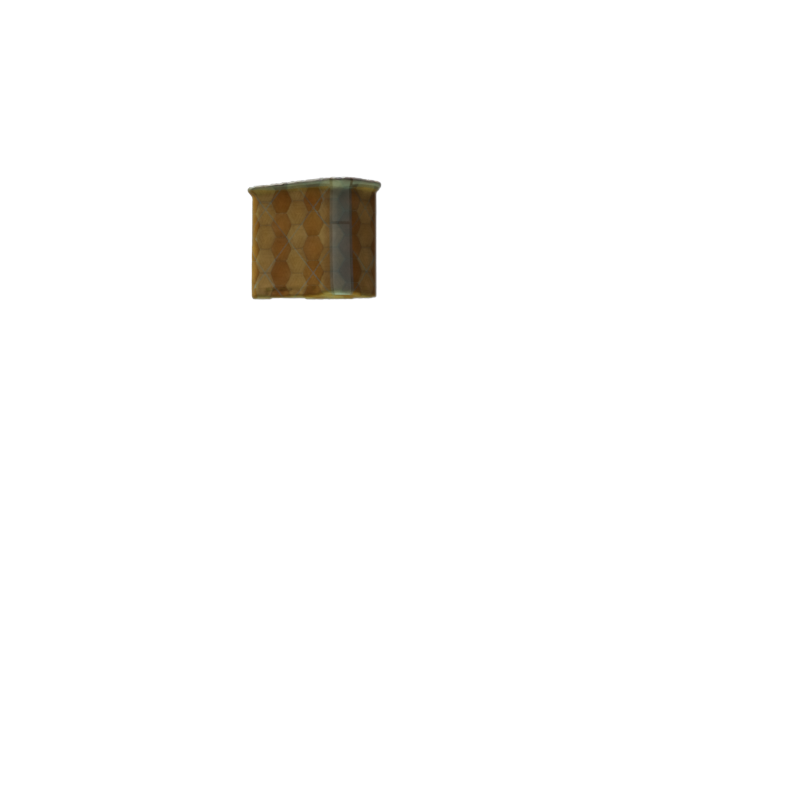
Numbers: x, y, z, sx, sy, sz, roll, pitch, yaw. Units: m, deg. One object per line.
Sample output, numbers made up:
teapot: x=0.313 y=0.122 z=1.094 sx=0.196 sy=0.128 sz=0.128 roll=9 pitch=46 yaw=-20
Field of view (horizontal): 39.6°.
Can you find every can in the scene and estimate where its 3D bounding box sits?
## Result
can: x=-0.064 y=-0.116 z=0.814 sx=0.106 sy=0.084 sz=0.055 roll=0 pitch=-1 yaw=39
